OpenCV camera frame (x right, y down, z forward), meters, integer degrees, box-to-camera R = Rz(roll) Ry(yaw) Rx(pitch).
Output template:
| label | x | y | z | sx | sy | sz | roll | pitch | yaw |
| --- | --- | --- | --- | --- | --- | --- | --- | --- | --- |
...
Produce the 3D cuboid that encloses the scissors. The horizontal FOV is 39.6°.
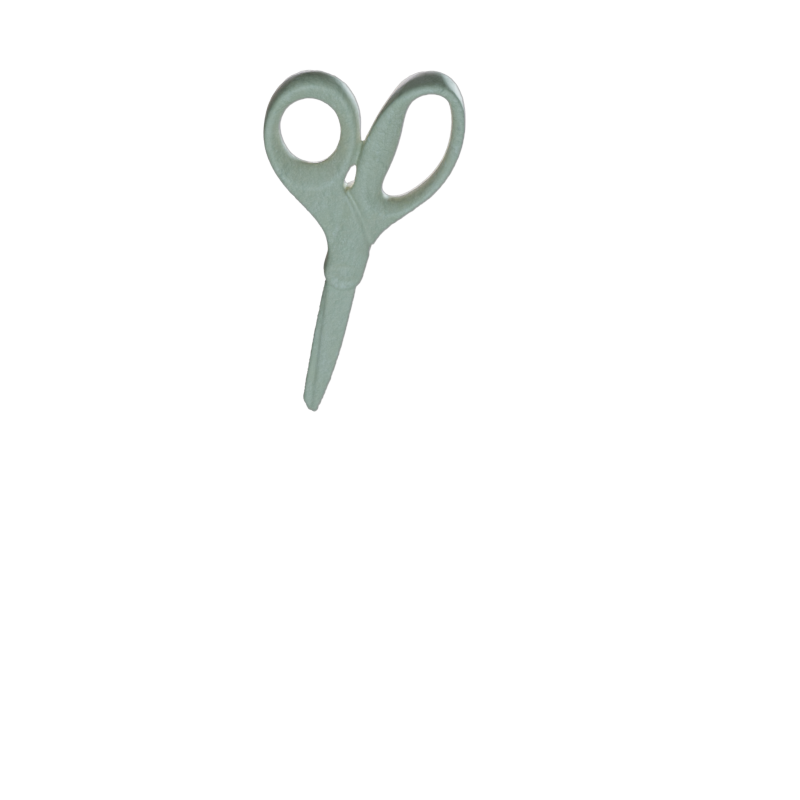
| label | x | y | z | sx | sy | sz | roll | pitch | yaw |
| --- | --- | --- | --- | --- | --- | --- | --- | --- | --- |
| scissors | -0.041 | -0.074 | 0.519 | 0.093 | 0.194 | 0.017 | 22 | 36 | -17 |
